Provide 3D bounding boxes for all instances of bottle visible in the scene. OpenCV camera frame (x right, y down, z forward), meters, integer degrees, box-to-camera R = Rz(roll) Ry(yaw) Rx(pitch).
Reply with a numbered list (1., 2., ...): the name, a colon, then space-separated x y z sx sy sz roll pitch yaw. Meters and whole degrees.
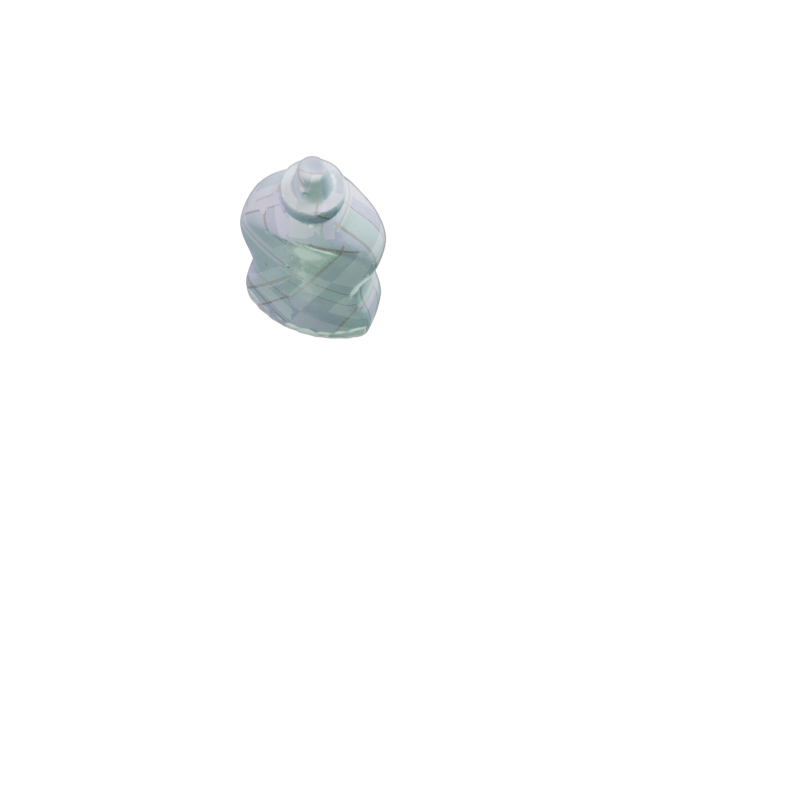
1. bottle: -0.058 -0.105 0.741 0.098 0.060 0.182 22 -22 5
